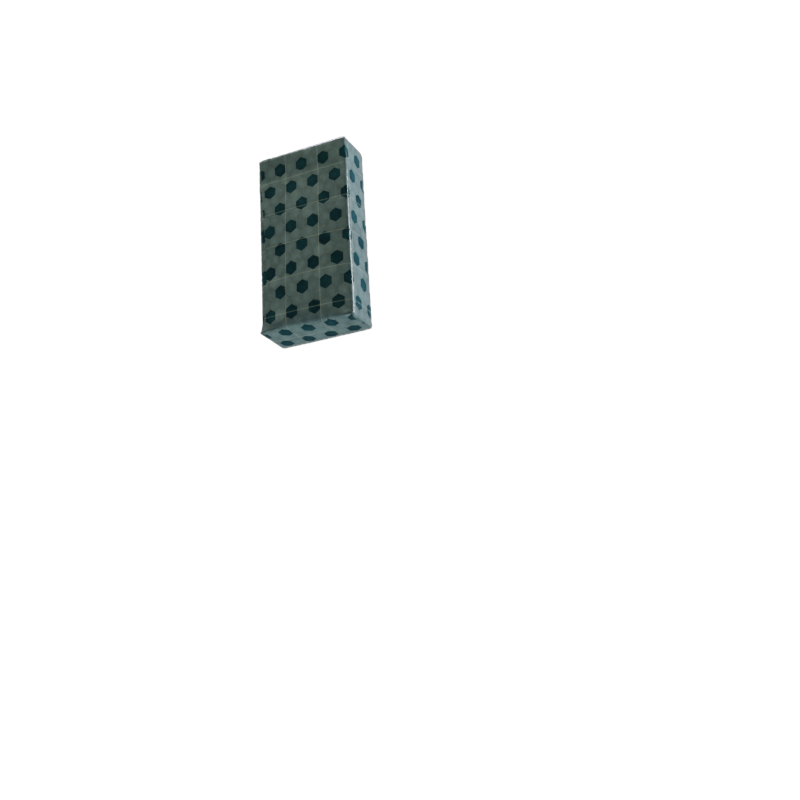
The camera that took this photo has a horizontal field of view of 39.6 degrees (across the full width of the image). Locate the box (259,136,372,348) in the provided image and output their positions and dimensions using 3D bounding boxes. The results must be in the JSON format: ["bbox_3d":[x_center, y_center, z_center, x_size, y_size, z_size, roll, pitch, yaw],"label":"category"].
[{"bbox_3d":[-0.078,-0.142,0.996,0.095,0.187,0.045,-13,-28,23],"label":"box"}]
